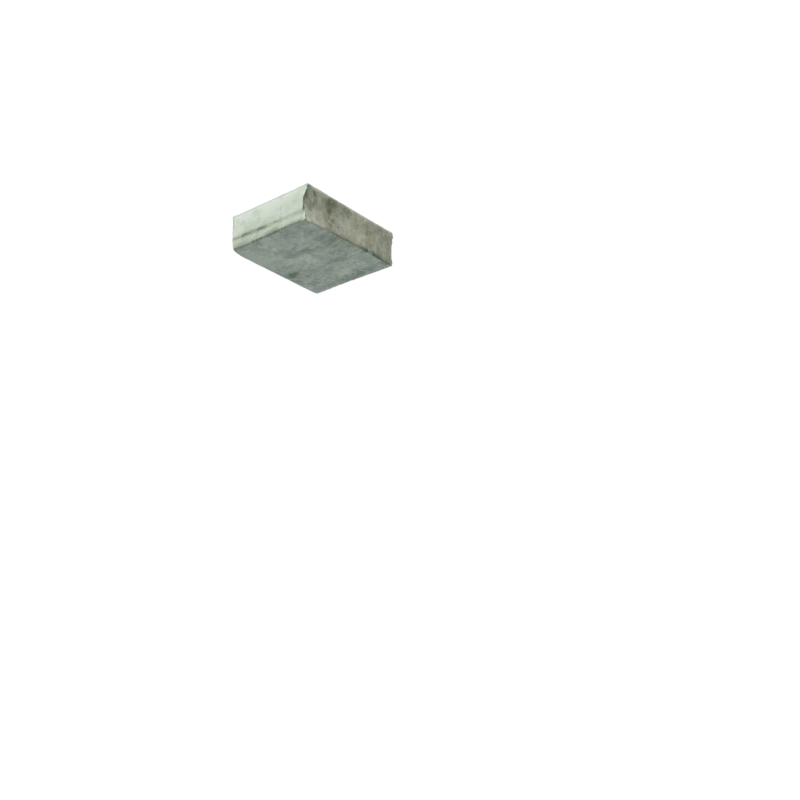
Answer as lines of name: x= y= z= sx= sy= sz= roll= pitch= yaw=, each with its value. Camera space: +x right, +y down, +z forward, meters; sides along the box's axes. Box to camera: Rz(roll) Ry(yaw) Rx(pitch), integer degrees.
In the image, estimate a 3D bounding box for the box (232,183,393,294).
box: x=-0.075 y=-0.136 z=0.952 sx=0.091 sy=0.041 sz=0.106 roll=-18 pitch=-28 yaw=37
